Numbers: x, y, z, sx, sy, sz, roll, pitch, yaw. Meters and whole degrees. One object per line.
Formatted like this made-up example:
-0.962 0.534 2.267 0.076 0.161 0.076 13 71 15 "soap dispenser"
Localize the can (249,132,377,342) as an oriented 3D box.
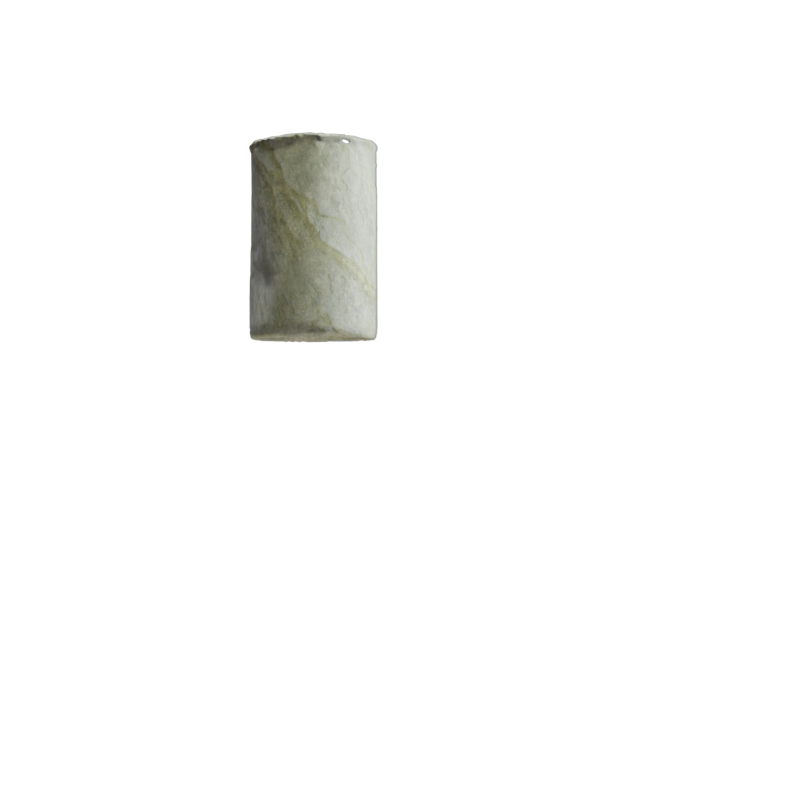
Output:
-0.045 -0.083 0.578 0.068 0.104 0.068 0 -5 -2 "can"
